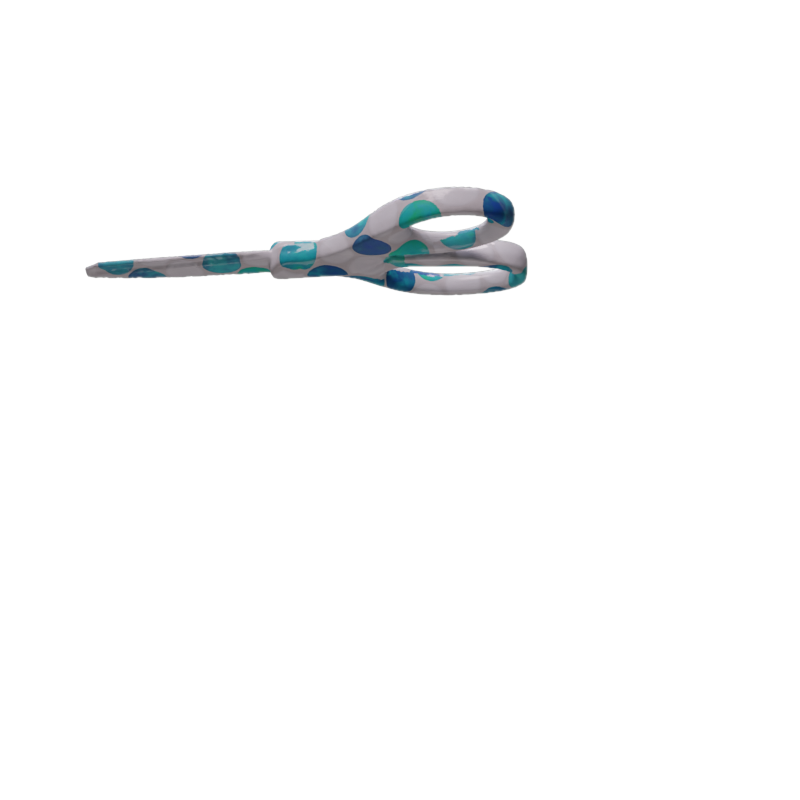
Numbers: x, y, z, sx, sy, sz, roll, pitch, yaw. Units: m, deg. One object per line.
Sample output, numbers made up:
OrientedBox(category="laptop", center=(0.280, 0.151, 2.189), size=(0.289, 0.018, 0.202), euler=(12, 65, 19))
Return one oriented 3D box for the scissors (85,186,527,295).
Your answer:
OrientedBox(category="scissors", center=(-0.038, -0.070, 0.487), size=(0.199, 0.017, 0.092), euler=(3, -20, -8))
